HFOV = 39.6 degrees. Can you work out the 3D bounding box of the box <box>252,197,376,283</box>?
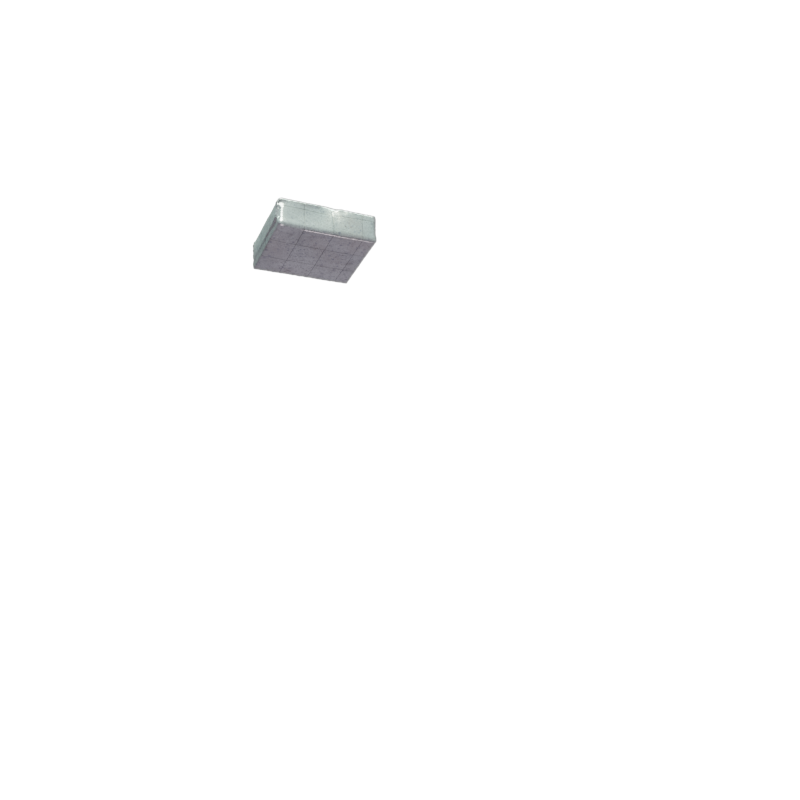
[{"bbox_3d":[-0.074,-0.135,0.947,0.087,0.032,0.071,9,-30,-18],"label":"box"}]
